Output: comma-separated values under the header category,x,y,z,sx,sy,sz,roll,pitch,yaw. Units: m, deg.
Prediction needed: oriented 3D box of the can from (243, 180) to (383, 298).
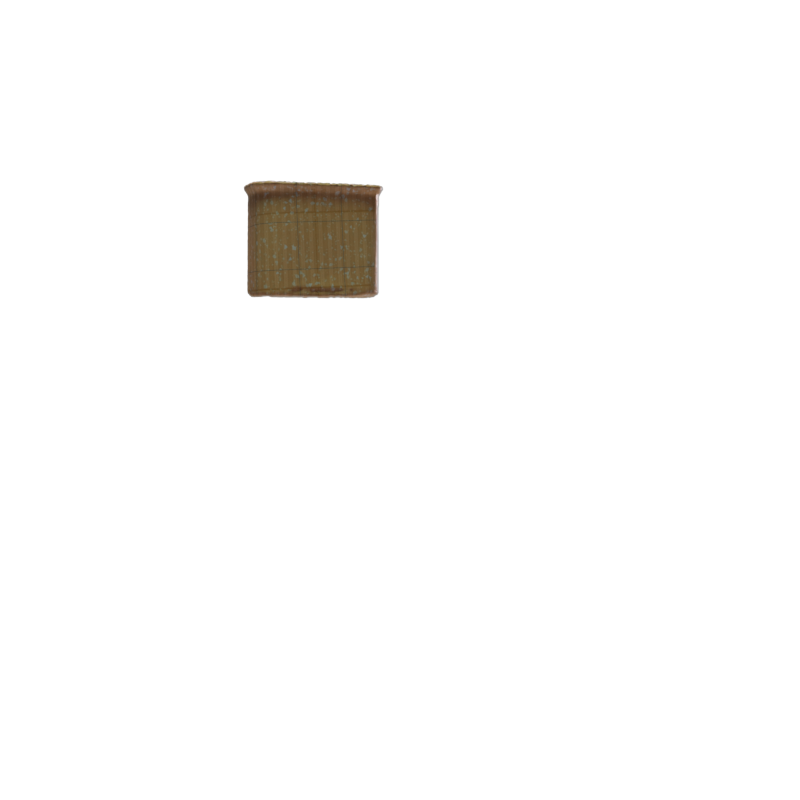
category,x,y,z,sx,sy,sz,roll,pitch,yaw
can,-0.065,-0.118,0.830,0.100,0.084,0.058,0,-1,-18
